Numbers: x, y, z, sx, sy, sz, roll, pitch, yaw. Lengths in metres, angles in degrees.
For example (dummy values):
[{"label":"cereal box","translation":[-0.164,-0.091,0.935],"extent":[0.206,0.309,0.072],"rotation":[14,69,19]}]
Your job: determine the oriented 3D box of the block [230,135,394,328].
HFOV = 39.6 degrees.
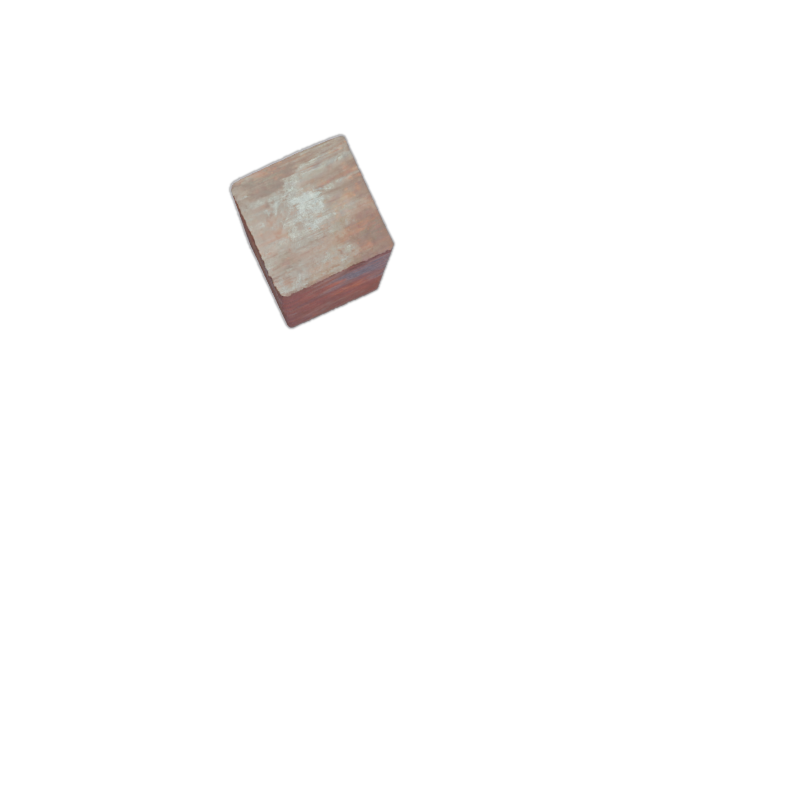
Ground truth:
[{"label":"block","translation":[-0.068,-0.123,0.863],"extent":[0.090,0.092,0.203],"rotation":[-25,-2,-5]}]
